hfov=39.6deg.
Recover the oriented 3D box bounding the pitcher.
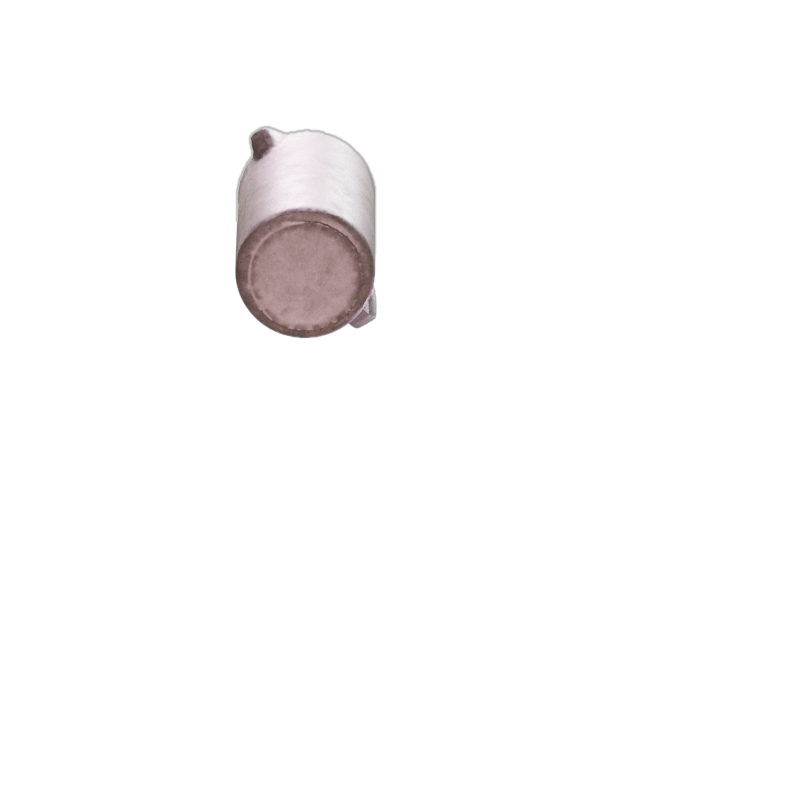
[{"bbox_3d":[-0.075,-0.137,0.959,0.147,0.140,0.255,12,22,-8],"label":"pitcher"}]
